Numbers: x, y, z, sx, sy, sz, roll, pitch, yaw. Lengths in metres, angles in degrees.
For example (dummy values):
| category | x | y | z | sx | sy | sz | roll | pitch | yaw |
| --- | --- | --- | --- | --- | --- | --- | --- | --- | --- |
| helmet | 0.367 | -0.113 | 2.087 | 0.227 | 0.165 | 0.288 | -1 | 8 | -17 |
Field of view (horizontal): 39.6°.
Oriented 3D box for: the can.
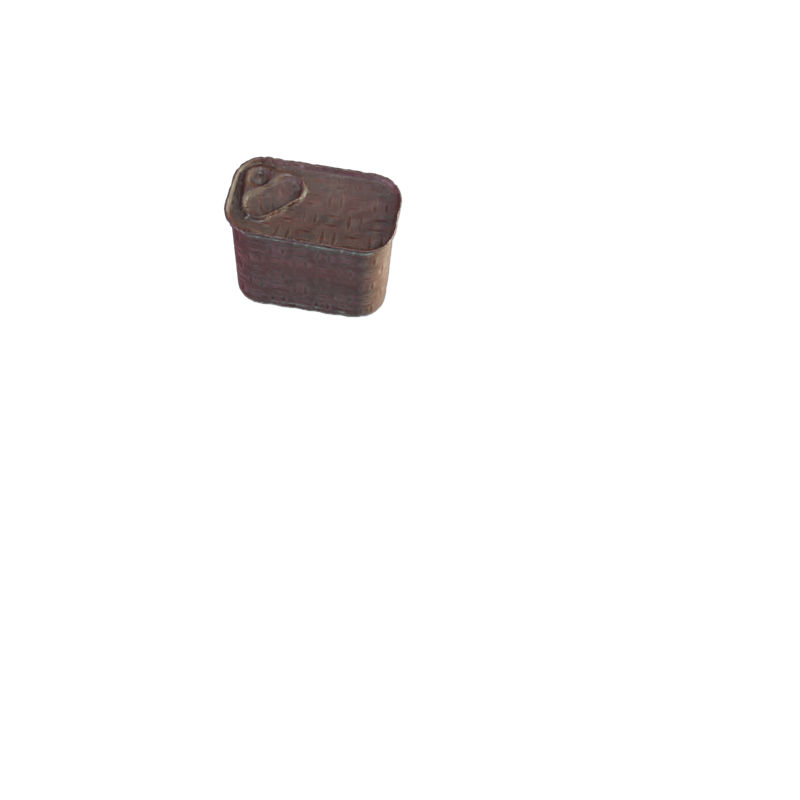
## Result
| category | x | y | z | sx | sy | sz | roll | pitch | yaw |
| --- | --- | --- | --- | --- | --- | --- | --- | --- | --- |
| can | -0.054 | -0.097 | 0.682 | 0.103 | 0.061 | 0.079 | 10 | -29 | 4 |
